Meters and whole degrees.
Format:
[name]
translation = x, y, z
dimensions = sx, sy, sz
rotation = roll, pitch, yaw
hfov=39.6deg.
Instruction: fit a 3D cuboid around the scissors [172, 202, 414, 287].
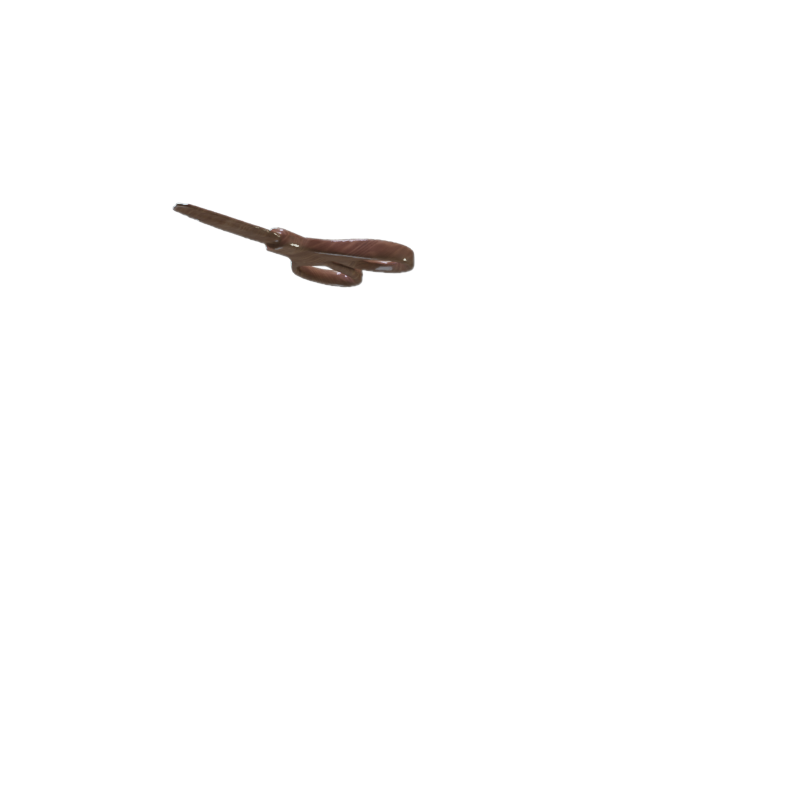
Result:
[scissors]
translation = -0.056, -0.102, 0.716
dimensions = 0.098, 0.016, 0.192
rotation = -3, -8, 19
